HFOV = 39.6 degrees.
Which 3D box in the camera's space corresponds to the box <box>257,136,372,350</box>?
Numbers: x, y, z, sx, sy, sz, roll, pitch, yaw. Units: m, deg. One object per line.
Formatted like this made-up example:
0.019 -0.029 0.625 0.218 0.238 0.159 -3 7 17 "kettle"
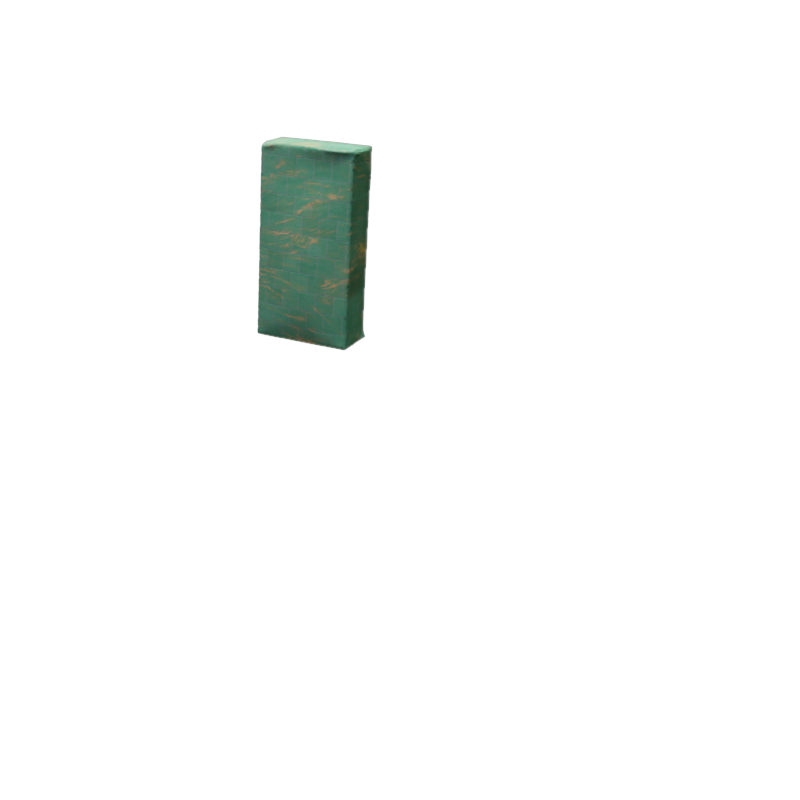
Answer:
-0.077 -0.139 0.977 0.097 0.170 0.048 9 18 25 "box"
